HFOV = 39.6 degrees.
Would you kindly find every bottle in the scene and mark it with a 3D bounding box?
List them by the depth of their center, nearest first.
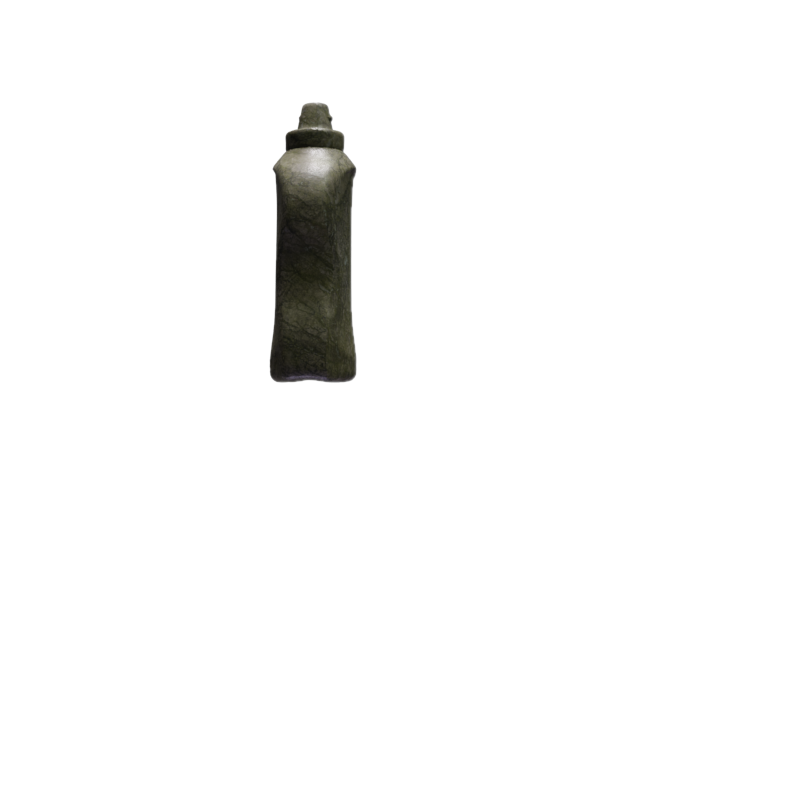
[{"bbox_3d":[-0.059,-0.109,0.761,0.059,0.195,0.094,-1,-5,6],"label":"bottle"}]
